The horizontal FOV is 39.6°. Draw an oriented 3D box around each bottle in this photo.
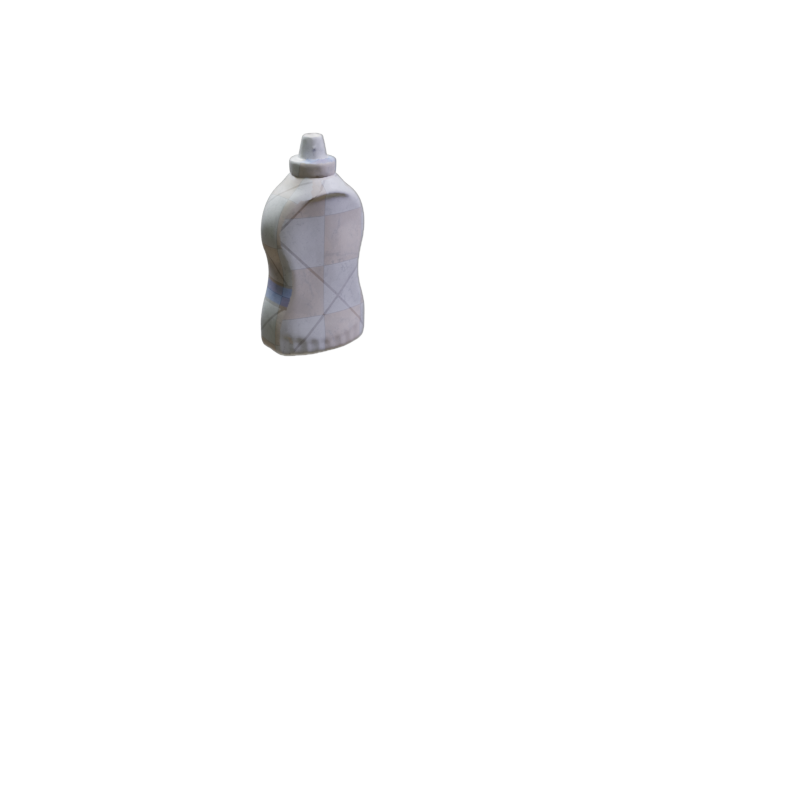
[{"bbox_3d":[-0.077,-0.140,0.976,0.094,0.184,0.062,-11,23,-31],"label":"bottle"}]
